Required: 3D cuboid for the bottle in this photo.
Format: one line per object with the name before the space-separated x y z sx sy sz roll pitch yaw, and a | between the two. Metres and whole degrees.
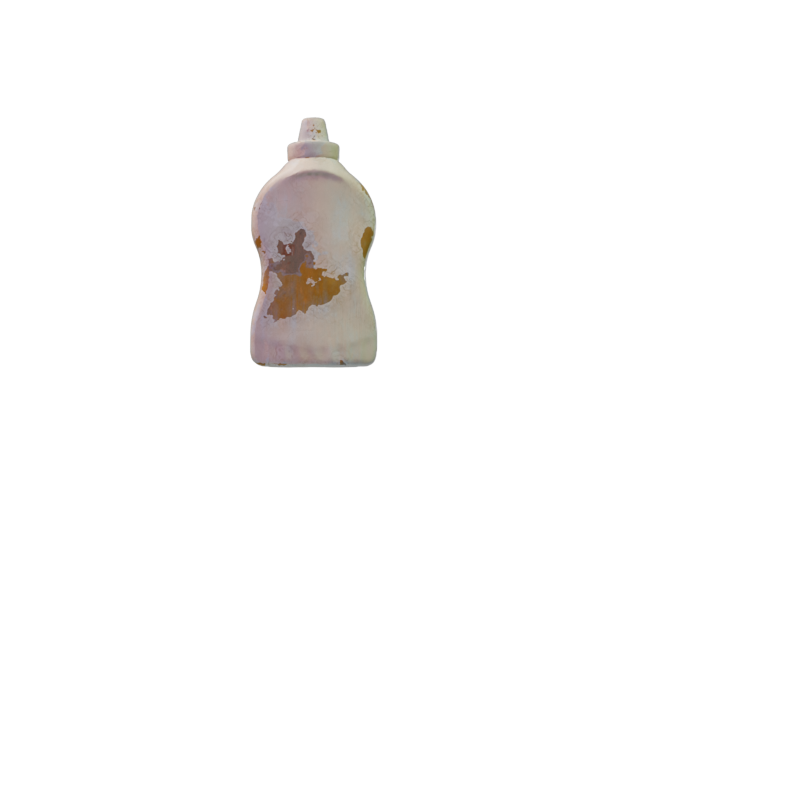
bottle | -0.067 -0.122 0.853 0.096 0.194 0.058 0 -5 -3
